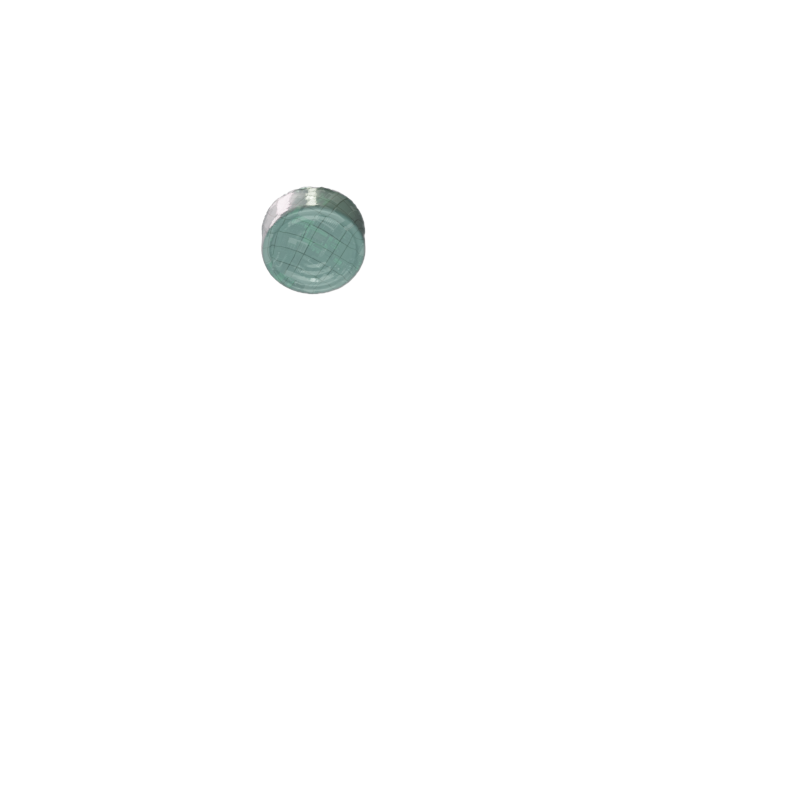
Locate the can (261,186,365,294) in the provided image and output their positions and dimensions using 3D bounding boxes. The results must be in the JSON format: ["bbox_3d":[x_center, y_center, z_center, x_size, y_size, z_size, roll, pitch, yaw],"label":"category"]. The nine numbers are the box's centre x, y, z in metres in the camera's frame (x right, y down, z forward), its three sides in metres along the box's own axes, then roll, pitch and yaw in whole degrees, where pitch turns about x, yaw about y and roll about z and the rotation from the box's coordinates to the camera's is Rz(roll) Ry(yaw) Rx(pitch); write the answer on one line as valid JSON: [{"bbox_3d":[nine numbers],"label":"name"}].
[{"bbox_3d":[-0.071,-0.129,0.905,0.086,0.080,0.036,1,35,-1],"label":"can"}]
